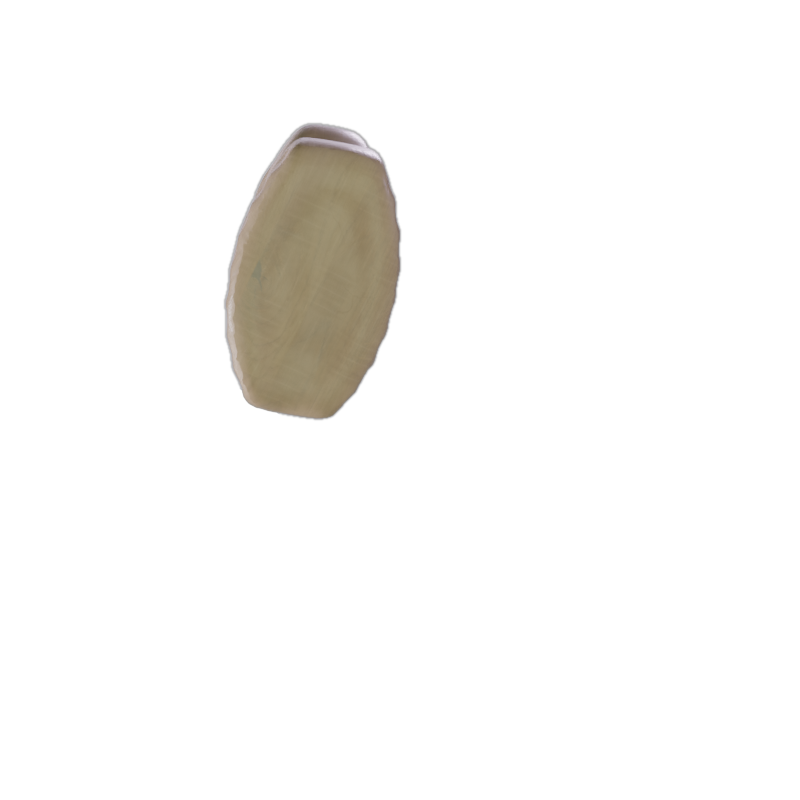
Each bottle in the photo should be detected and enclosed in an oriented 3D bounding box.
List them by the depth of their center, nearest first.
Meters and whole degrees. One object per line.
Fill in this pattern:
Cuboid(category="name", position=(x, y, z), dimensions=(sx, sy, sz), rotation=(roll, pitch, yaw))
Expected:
Cuboid(category="bottle", position=(-0.037, -0.067, 0.465), dimensions=(0.058, 0.094, 0.198), rotation=(8, 15, -7))
